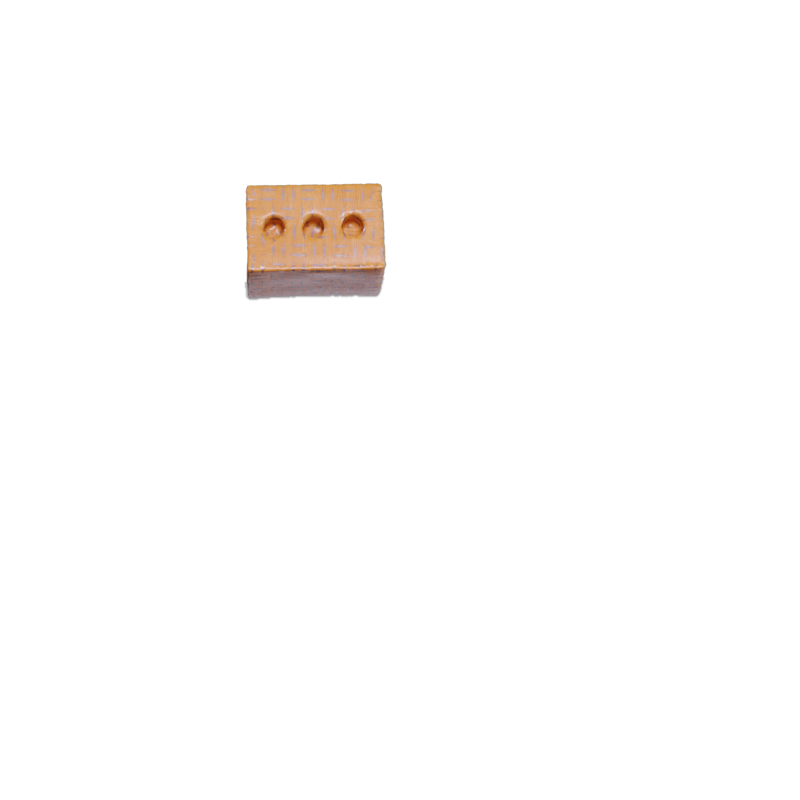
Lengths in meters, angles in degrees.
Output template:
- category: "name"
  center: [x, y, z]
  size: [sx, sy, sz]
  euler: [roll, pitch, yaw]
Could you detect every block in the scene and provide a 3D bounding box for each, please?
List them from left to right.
- category: "block"
  center: [-0.049, -0.090, 0.631]
  size: [0.078, 0.055, 0.049]
  euler: [-2, -17, -2]
